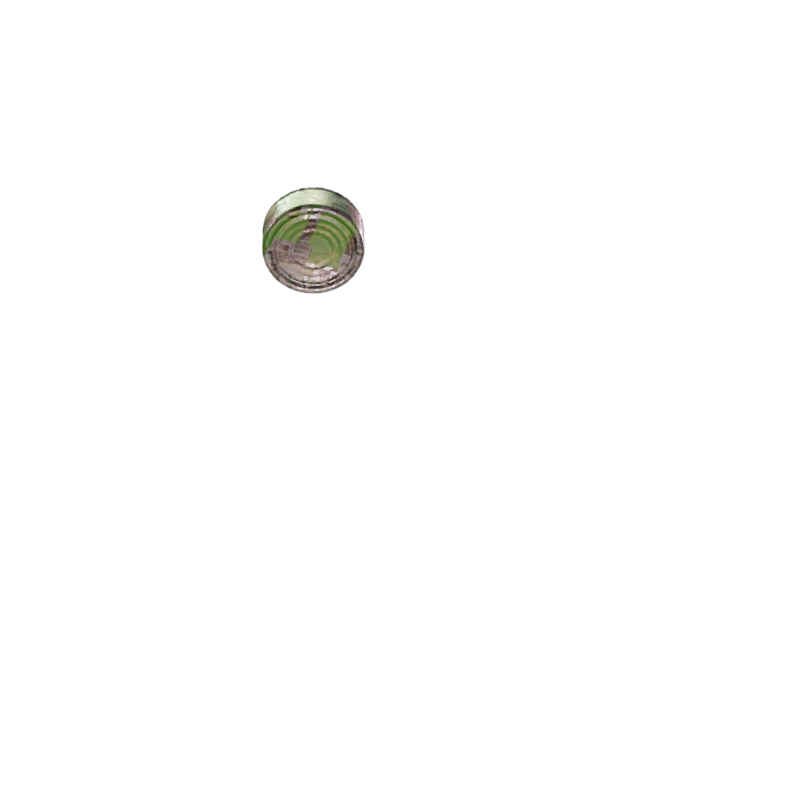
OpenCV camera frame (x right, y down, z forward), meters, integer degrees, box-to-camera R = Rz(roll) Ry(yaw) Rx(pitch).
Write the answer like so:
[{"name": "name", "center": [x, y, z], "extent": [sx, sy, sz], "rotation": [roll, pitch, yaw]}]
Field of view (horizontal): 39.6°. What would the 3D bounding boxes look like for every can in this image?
[{"name": "can", "center": [-0.072, -0.131, 0.920], "extent": [0.086, 0.081, 0.036], "rotation": [1, 33, -1]}]
